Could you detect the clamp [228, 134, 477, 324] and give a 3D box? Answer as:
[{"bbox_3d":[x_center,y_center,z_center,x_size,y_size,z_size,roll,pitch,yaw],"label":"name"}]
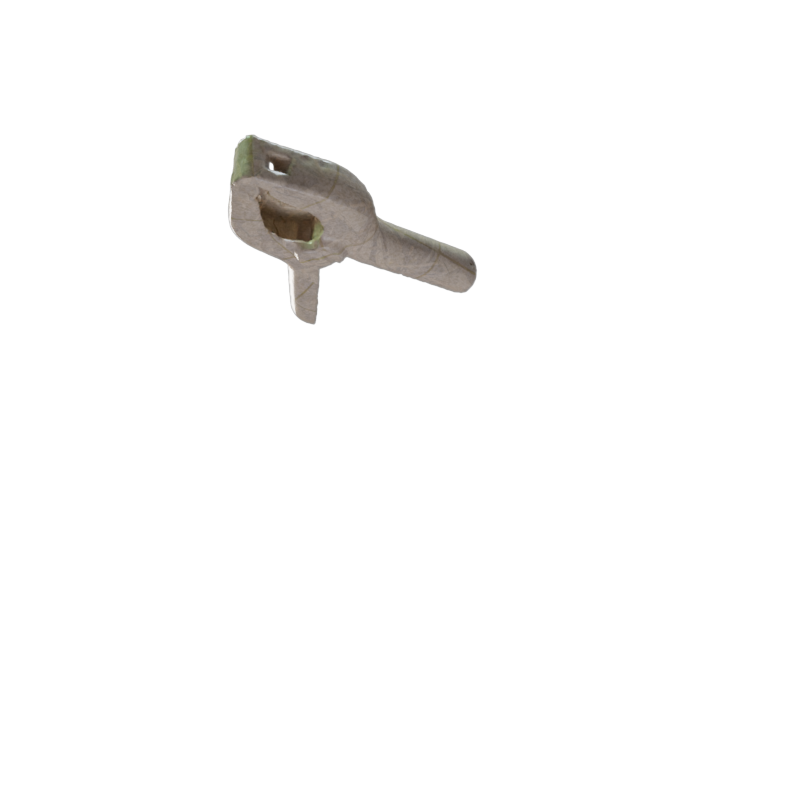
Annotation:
[{"bbox_3d":[-0.049,-0.089,0.625,0.121,0.042,0.159,-22,-37,31],"label":"clamp"}]
